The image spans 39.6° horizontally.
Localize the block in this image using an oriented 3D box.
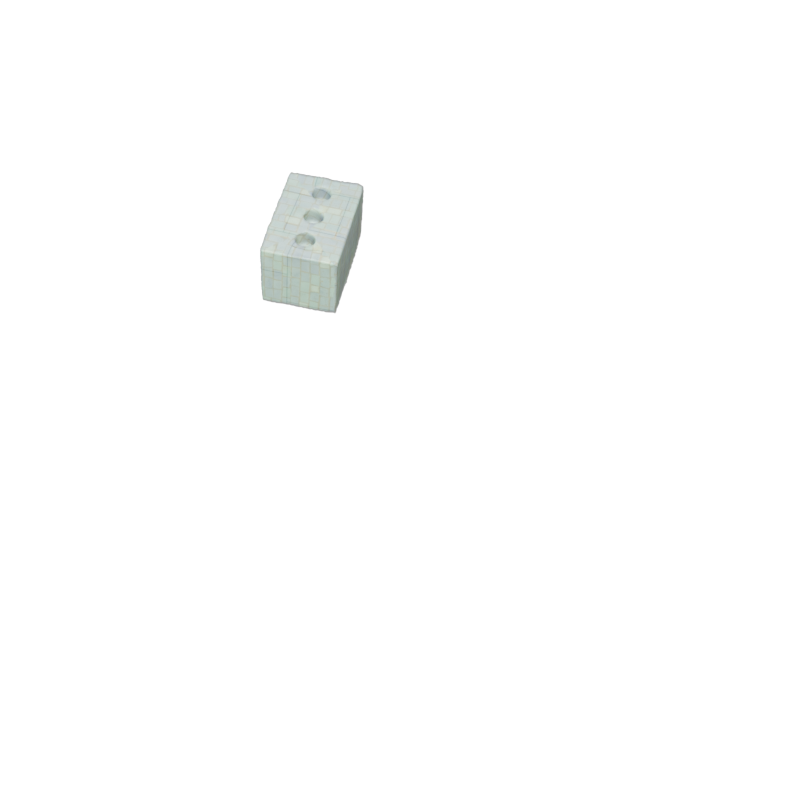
[{"bbox_3d":[-0.058,-0.106,0.742,0.053,0.082,0.048,10,-39,6],"label":"block"}]
